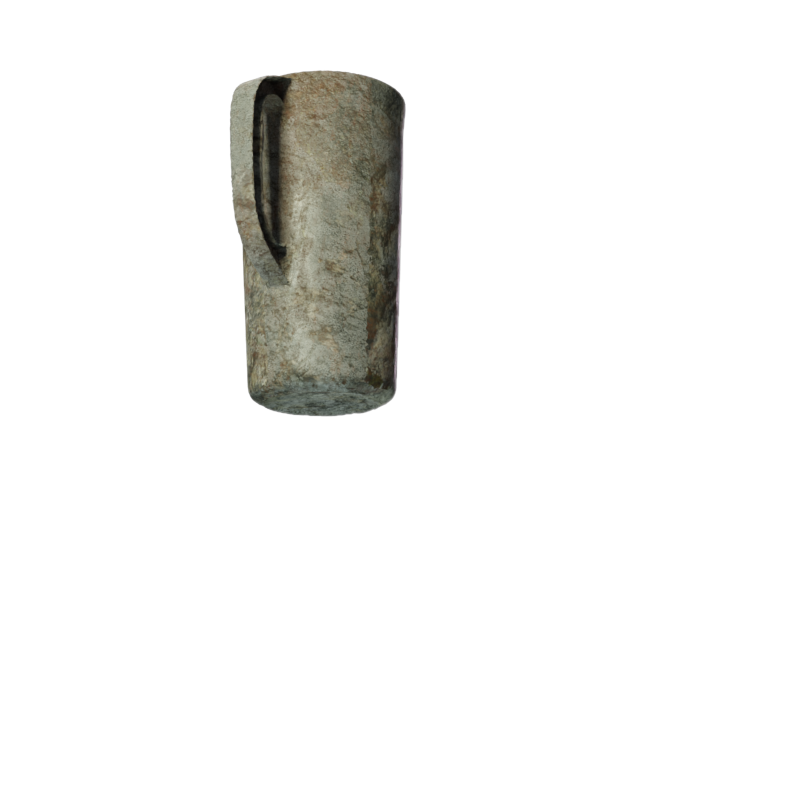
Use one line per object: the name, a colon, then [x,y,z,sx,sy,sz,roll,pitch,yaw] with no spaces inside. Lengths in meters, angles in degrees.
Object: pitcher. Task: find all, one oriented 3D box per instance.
pitcher: [-0.065,-0.119,0.832,0.146,0.254,0.142,4,-18,-15]
